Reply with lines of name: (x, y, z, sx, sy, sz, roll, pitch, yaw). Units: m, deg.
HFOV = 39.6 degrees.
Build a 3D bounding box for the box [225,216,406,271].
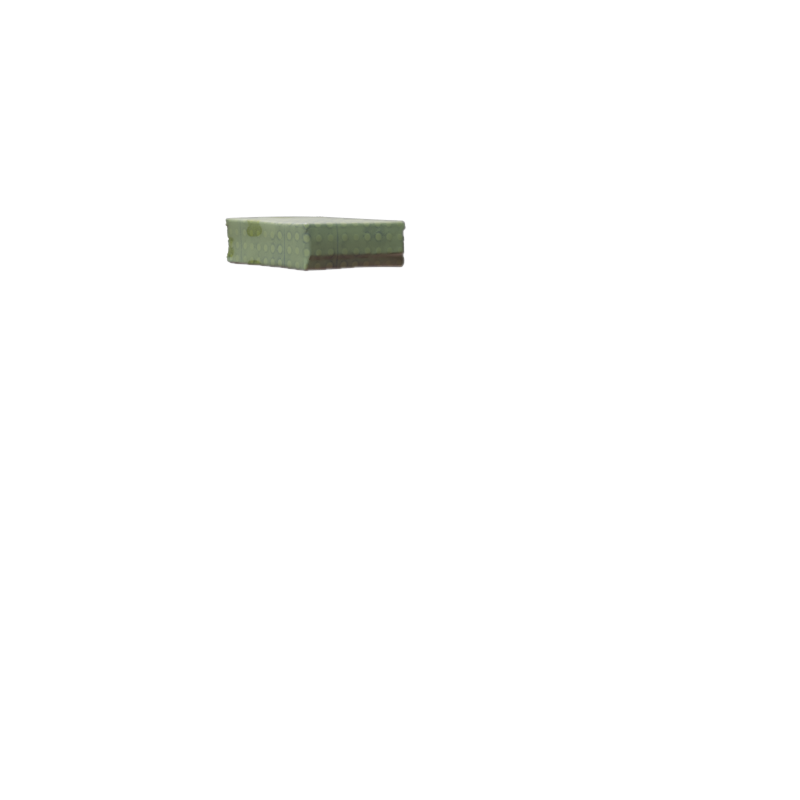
box: (-0.065, -0.118, 0.827, 0.087, 0.038, 0.119, -6, 10, -37)
